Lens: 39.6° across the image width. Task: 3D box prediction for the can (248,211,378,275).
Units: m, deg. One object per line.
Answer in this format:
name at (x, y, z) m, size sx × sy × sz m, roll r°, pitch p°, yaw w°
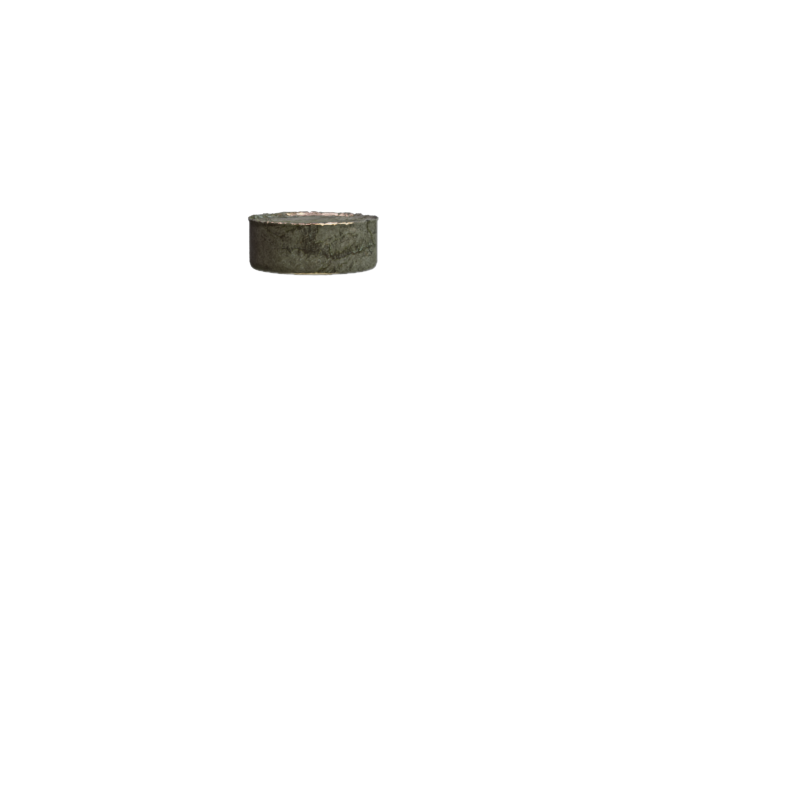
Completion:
can at (-0.057, -0.104, 0.728) m, size 0.086 × 0.033 × 0.088 m, roll 0°, pitch 13°, yaw -2°
